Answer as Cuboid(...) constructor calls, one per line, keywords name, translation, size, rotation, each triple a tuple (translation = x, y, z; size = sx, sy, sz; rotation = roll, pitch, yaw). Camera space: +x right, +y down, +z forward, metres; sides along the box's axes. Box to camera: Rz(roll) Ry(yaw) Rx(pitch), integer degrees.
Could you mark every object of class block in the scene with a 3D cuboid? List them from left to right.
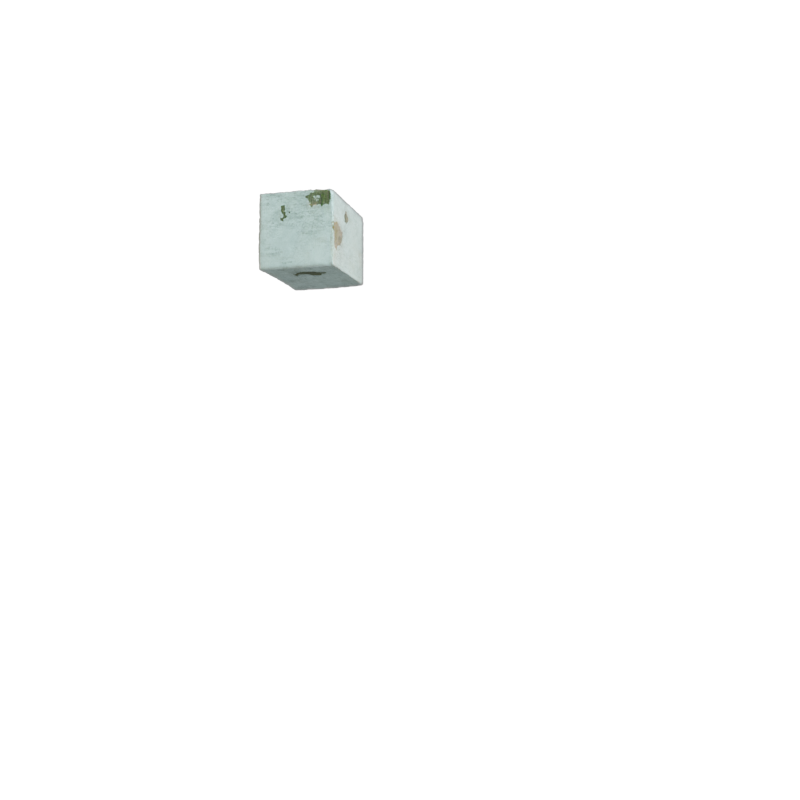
Cuboid(name="block", translation=(-0.059, -0.107, 0.750), size=(0.054, 0.053, 0.075), rotation=(-3, -8, 13))
